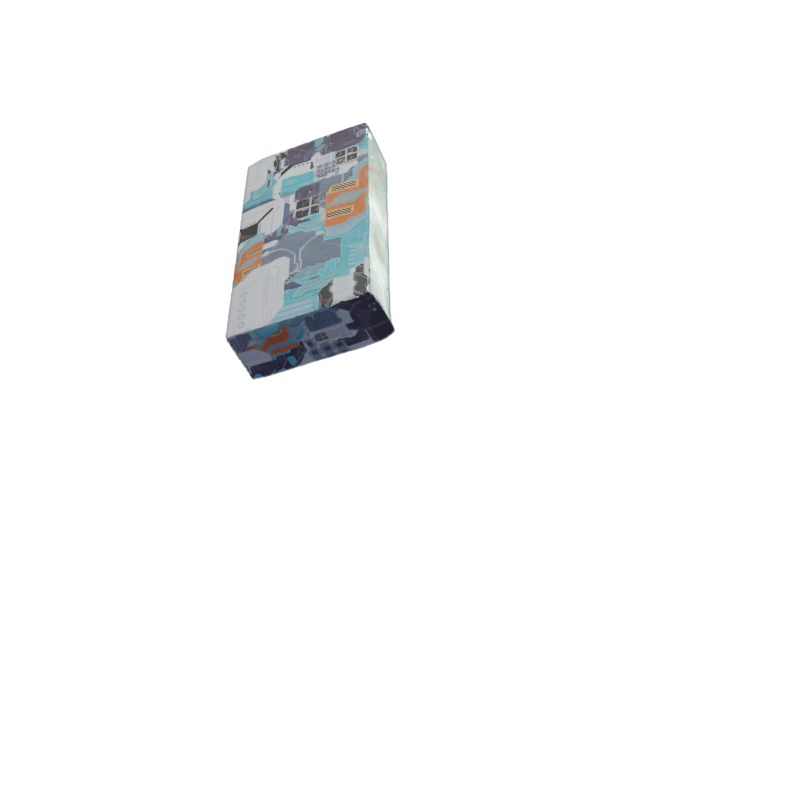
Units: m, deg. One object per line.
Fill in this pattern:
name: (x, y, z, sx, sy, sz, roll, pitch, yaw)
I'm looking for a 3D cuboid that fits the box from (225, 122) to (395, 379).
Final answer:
box: (-0.055, -0.100, 0.702, 0.094, 0.189, 0.044, -18, -47, 14)
